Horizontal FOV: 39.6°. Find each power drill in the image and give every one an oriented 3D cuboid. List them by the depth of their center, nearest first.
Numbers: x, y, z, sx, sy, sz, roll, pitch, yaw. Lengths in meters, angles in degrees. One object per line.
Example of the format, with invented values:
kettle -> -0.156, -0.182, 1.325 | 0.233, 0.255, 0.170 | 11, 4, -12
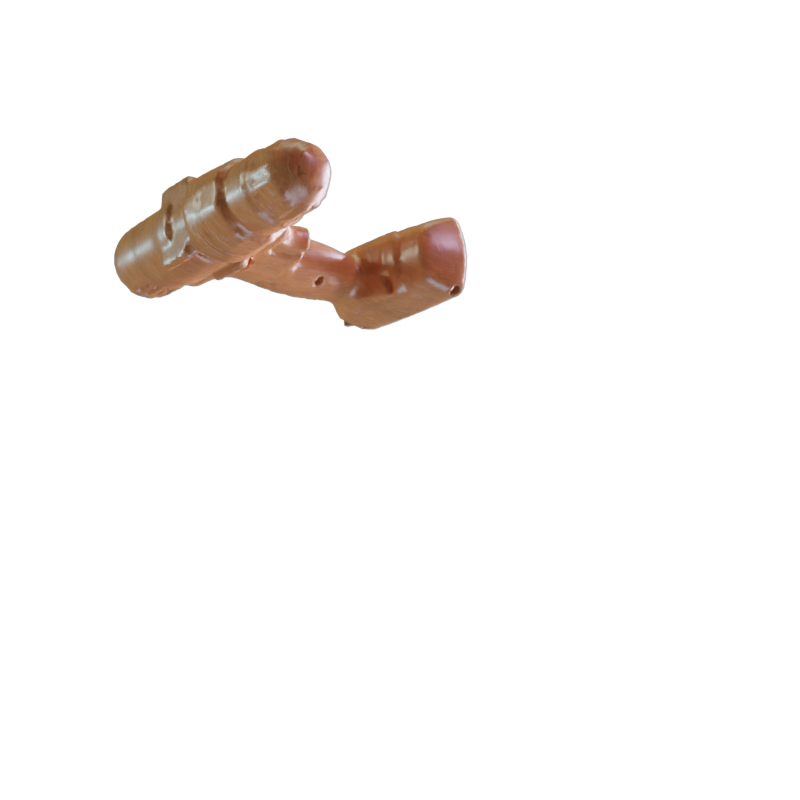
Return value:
power drill -> -0.052, -0.094, 0.659 | 0.178, 0.060, 0.187 | 11, -17, -38
